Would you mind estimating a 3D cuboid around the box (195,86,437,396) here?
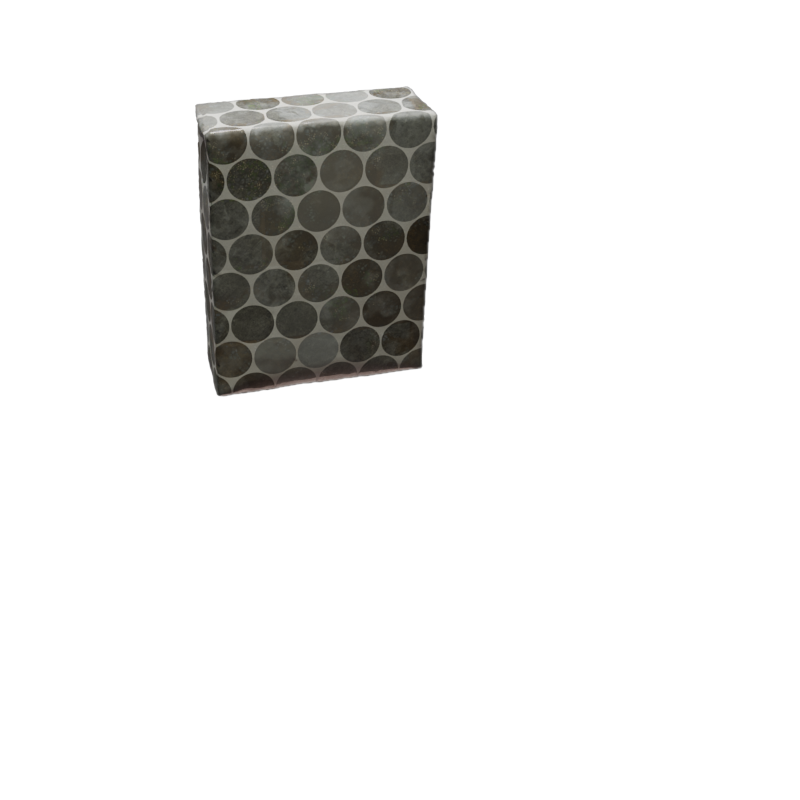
[{"bbox_3d":[-0.064,-0.117,0.822,0.162,0.201,0.077,-7,30,-14],"label":"box"}]
